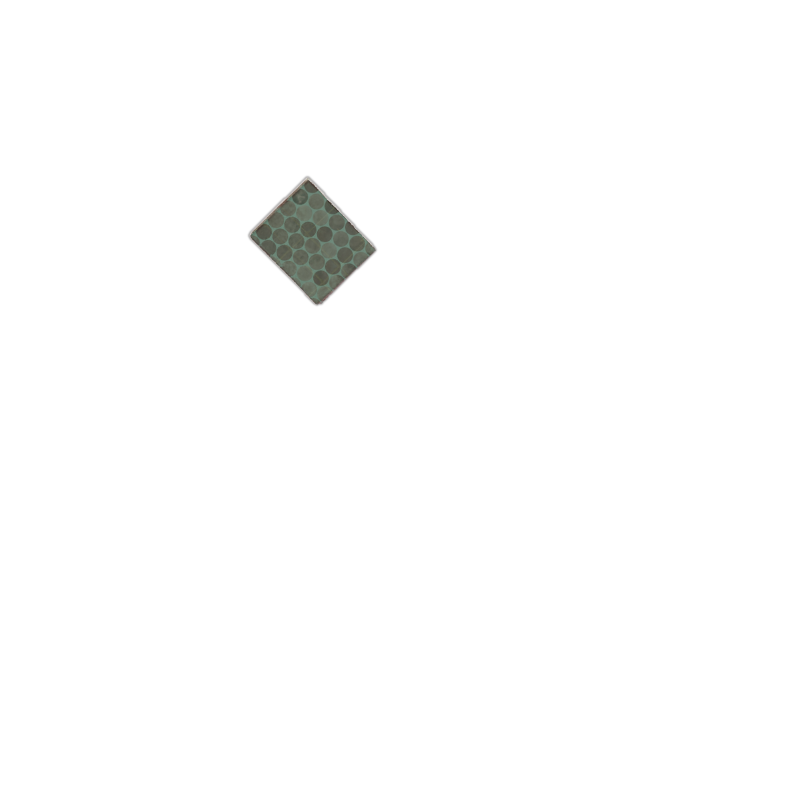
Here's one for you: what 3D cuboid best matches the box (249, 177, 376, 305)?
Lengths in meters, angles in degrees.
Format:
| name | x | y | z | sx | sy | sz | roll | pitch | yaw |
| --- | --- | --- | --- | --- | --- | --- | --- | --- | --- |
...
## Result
| name | x | y | z | sx | sy | sz | roll | pitch | yaw |
| --- | --- | --- | --- | --- | --- | --- | --- | --- | --- |
| box | -0.076 | -0.139 | 0.978 | 0.073 | 0.088 | 0.031 | -44 | 6 | 5 |
